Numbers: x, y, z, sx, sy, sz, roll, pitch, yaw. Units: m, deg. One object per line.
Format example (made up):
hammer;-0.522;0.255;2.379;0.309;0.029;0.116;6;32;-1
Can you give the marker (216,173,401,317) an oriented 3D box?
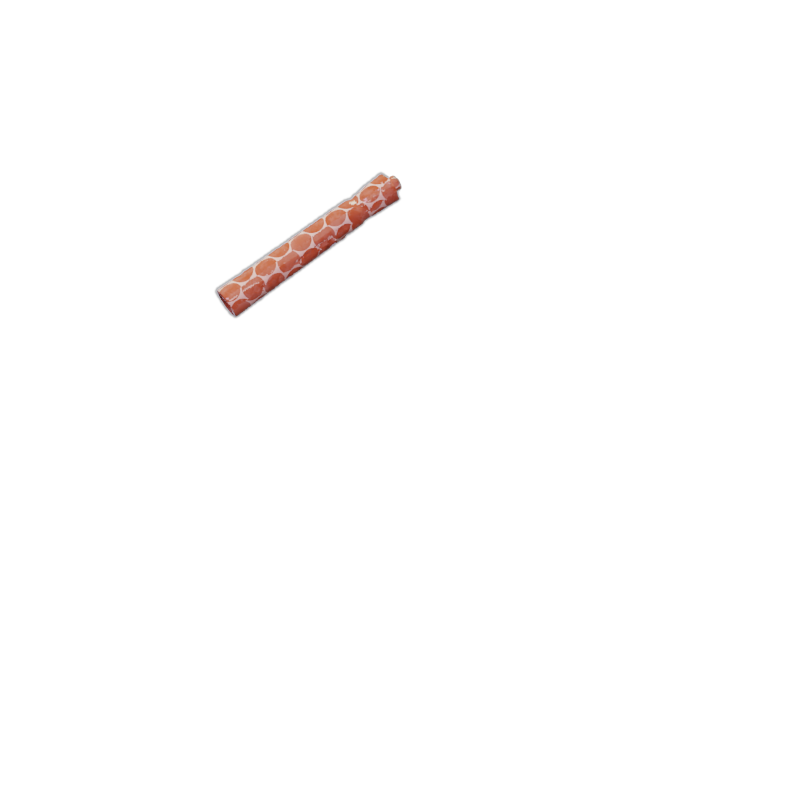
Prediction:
marker;-0.048;-0.088;0.619;0.121;0.019;0.020;-37;14;-12
